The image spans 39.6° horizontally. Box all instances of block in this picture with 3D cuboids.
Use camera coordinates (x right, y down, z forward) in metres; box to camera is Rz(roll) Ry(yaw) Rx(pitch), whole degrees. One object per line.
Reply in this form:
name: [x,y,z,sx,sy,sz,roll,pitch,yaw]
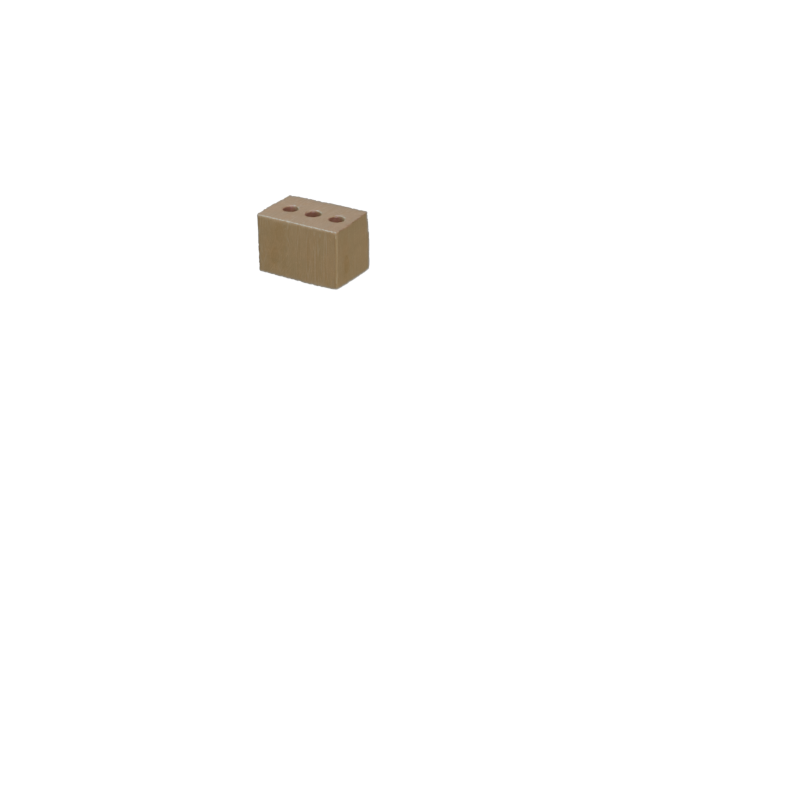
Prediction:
block: [-0.071,-0.129,0.903,0.081,0.049,0.053,15,30,26]
